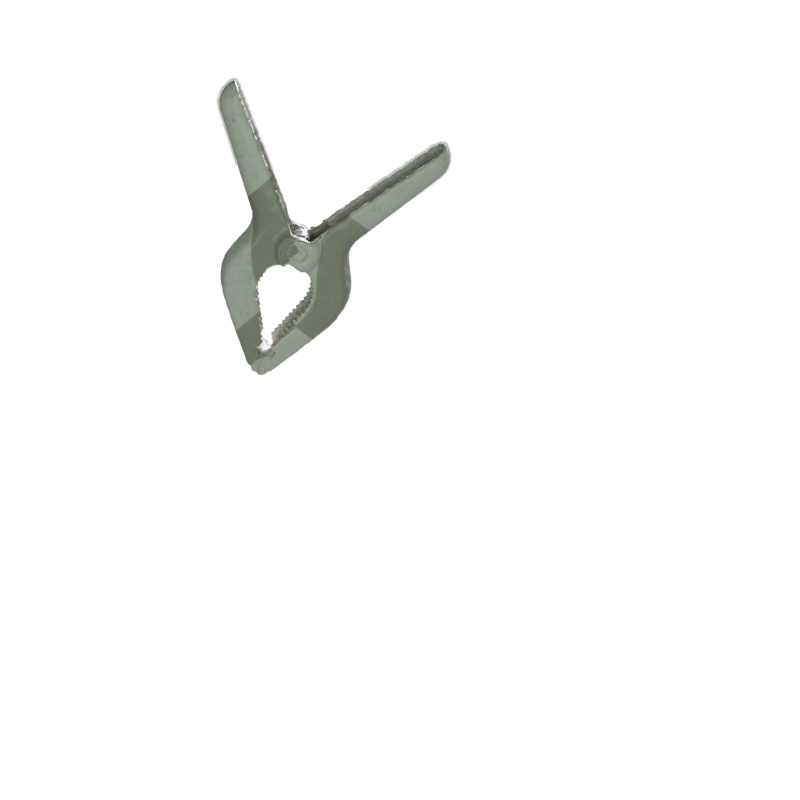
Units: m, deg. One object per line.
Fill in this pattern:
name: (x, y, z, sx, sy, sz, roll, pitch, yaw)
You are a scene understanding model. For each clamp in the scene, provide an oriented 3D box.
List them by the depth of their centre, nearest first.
clamp: (-0.062, -0.113, 0.790, 0.163, 0.202, 0.038, 11, 21, -5)
